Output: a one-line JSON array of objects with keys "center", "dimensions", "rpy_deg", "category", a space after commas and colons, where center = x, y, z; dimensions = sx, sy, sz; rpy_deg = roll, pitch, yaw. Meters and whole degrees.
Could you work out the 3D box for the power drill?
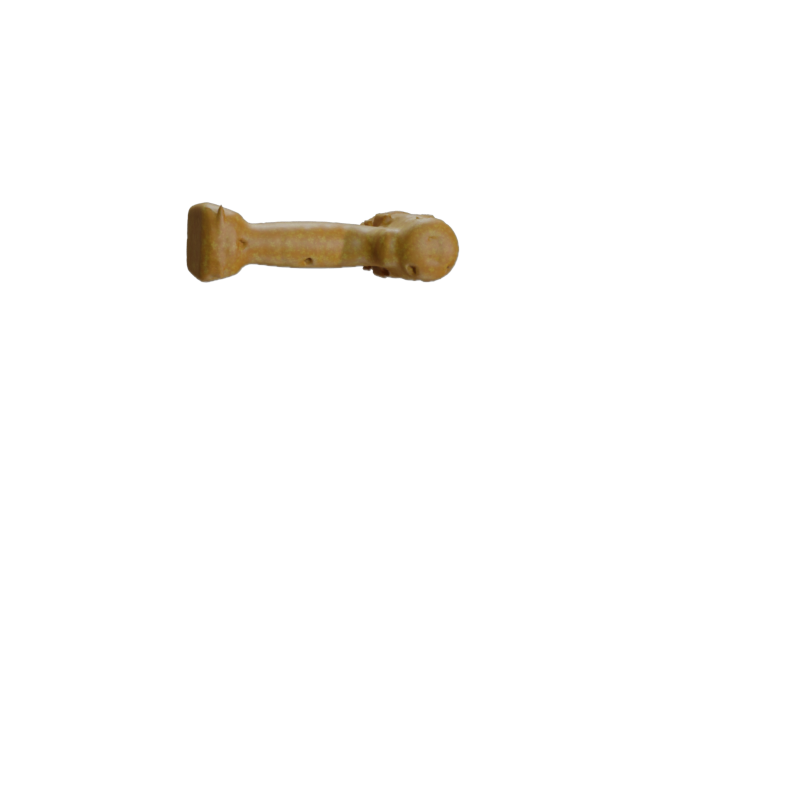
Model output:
[{"center": [-0.066, -0.120, 0.843], "dimensions": [0.185, 0.057, 0.189], "rpy_deg": [-2, 8, -13], "category": "power drill"}]
